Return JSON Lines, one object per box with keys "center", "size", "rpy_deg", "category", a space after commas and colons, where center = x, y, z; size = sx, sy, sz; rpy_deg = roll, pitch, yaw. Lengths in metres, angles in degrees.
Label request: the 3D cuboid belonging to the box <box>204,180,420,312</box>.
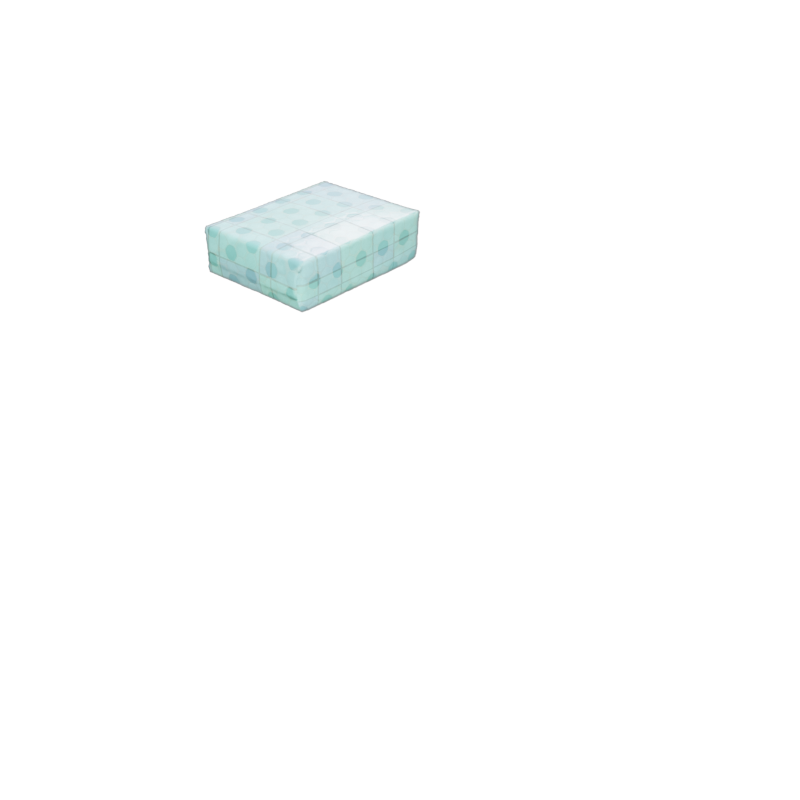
{"center": [-0.057, -0.103, 0.724], "size": [0.096, 0.037, 0.113], "rpy_deg": [24, 37, 37], "category": "box"}
